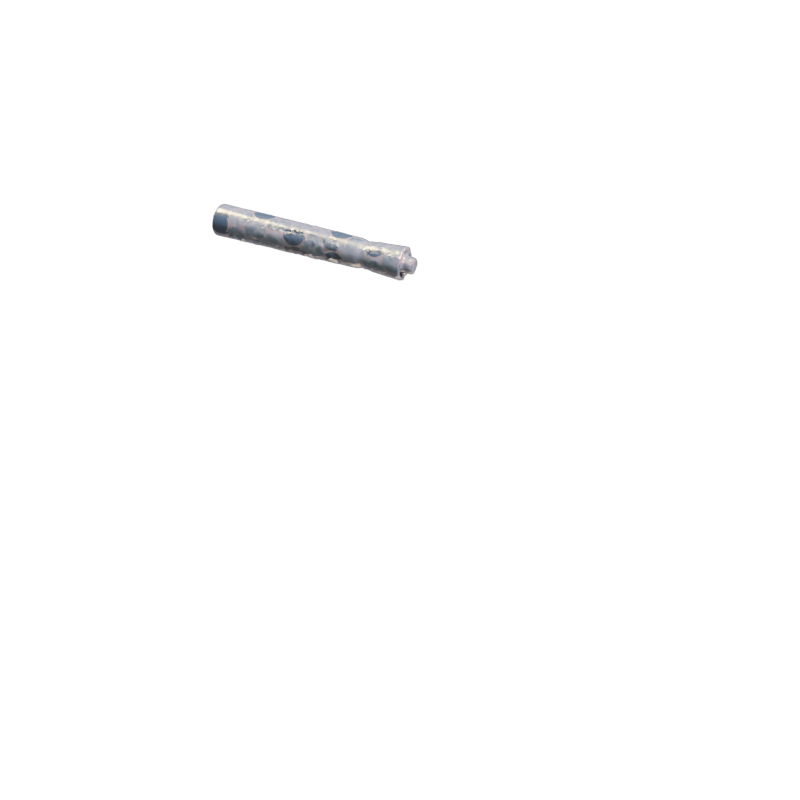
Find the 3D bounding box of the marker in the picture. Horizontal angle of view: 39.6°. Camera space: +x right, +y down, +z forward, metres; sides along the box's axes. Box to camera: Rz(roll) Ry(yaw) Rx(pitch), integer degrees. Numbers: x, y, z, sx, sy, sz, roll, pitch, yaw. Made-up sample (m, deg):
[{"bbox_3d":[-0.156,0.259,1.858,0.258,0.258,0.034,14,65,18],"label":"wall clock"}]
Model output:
[{"bbox_3d":[-0.048,-0.088,0.614,0.126,0.019,0.019,17,10,23],"label":"marker"}]
